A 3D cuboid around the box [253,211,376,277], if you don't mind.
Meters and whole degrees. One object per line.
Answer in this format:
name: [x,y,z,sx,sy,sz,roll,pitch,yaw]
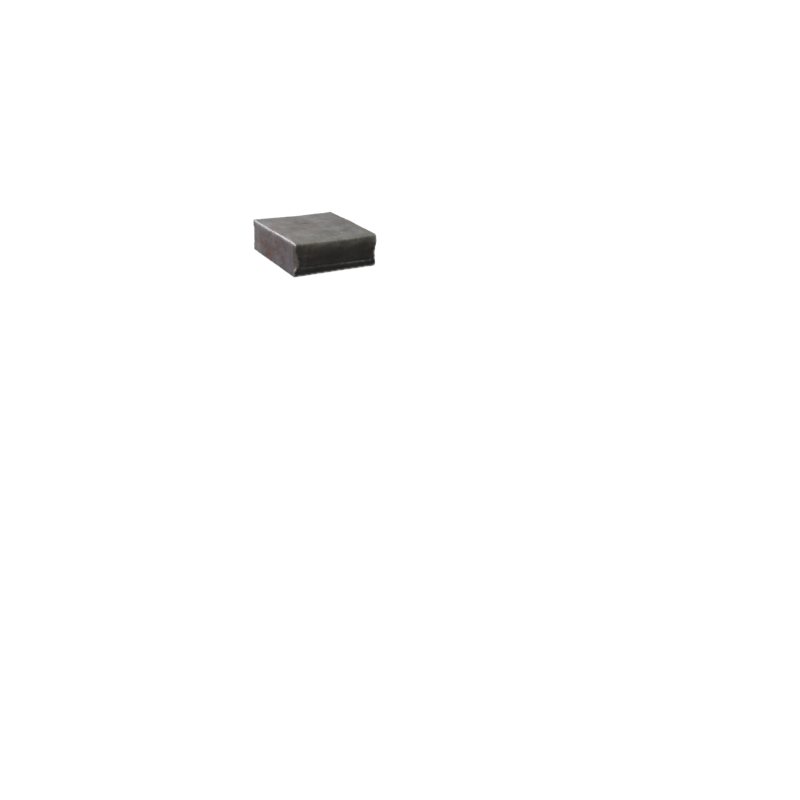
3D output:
box: [-0.071,-0.130,0.911,0.071,0.029,0.095,-10,24,-24]
